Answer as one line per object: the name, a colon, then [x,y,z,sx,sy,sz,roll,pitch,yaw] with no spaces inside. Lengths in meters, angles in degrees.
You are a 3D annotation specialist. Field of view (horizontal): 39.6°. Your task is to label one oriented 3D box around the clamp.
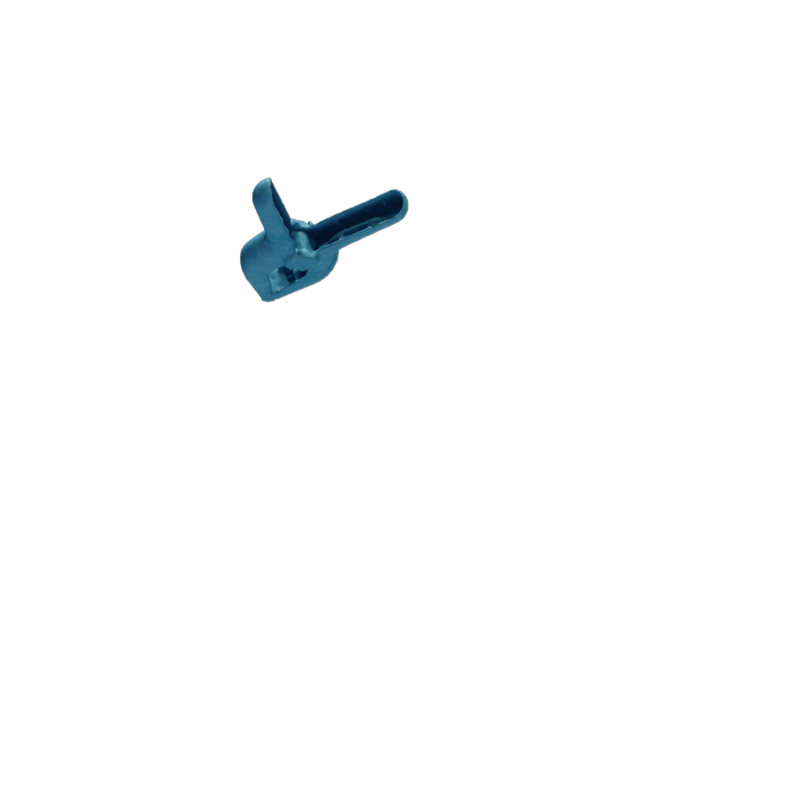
clamp: [-0.068,-0.124,0.868,0.118,0.041,0.166,5,-19,-14]
